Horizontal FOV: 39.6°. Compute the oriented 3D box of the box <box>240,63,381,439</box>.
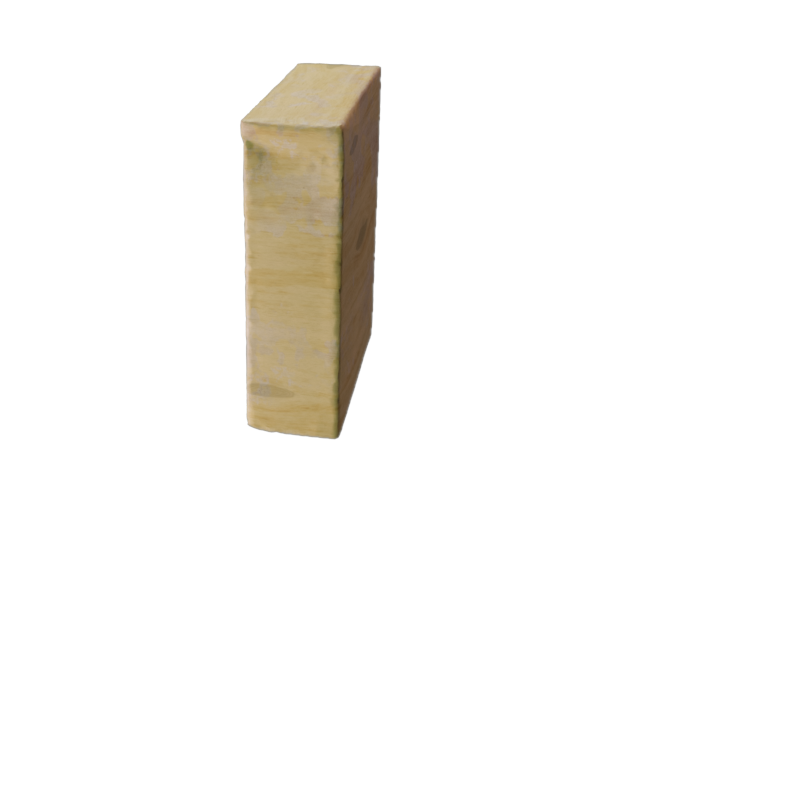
[{"bbox_3d":[-0.059,-0.108,0.758,0.073,0.203,0.171,4,25,6],"label":"box"}]
